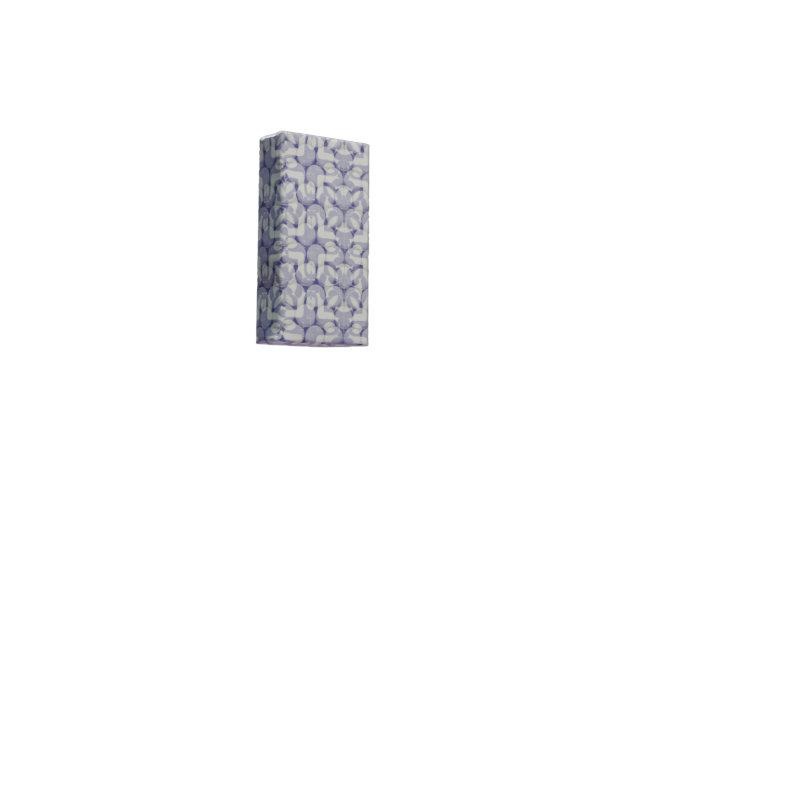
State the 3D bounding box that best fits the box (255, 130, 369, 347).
[{"bbox_3d":[-0.074,-0.134,0.941,0.089,0.180,0.049,5,-10,-35],"label":"box"}]
